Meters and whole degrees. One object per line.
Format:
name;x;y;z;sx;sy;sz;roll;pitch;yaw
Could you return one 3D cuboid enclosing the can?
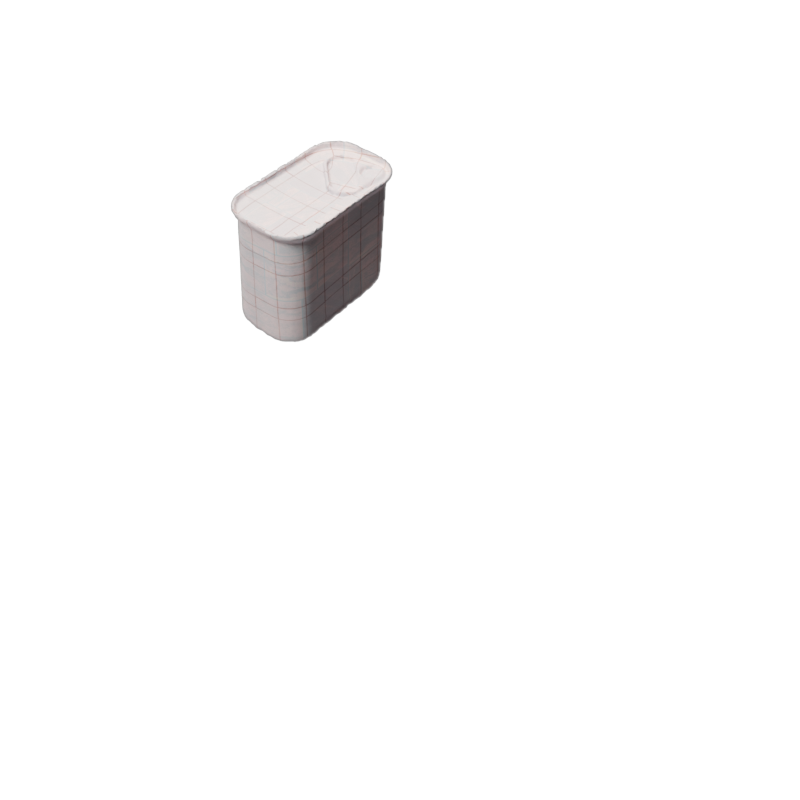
can;-0.053;-0.096;0.674;0.061;0.078;0.103;29;49;26
